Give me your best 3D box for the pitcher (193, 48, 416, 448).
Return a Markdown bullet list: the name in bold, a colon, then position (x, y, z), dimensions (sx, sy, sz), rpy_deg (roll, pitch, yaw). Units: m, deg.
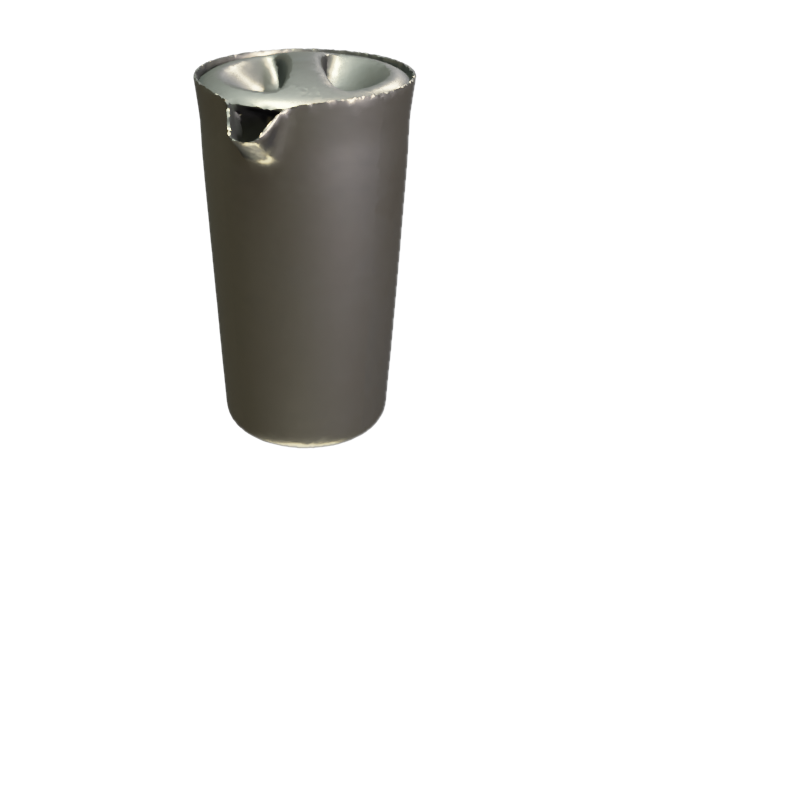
- **pitcher**: position (-0.056, -0.102, 0.717), dimensions (0.146, 0.230, 0.156), rpy_deg (-10, 28, -23)
